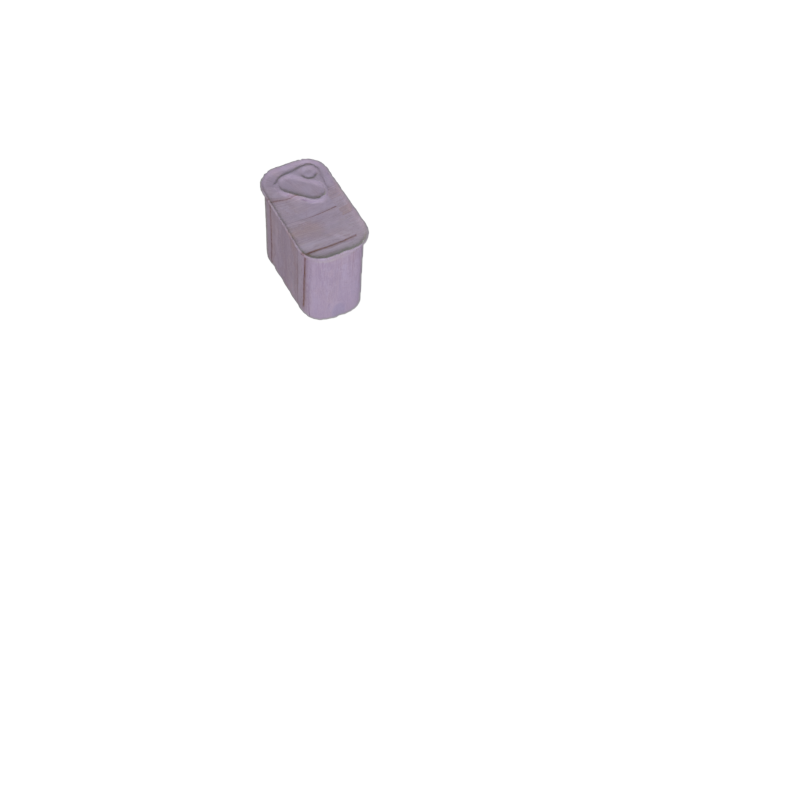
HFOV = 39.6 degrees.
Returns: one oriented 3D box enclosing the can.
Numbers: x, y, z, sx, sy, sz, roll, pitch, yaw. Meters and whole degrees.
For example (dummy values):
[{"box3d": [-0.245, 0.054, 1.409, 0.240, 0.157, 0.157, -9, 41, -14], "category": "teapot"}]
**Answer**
[{"box3d": [-0.069, -0.125, 0.876, 0.057, 0.110, 0.078, -22, -33, -17], "category": "can"}]
